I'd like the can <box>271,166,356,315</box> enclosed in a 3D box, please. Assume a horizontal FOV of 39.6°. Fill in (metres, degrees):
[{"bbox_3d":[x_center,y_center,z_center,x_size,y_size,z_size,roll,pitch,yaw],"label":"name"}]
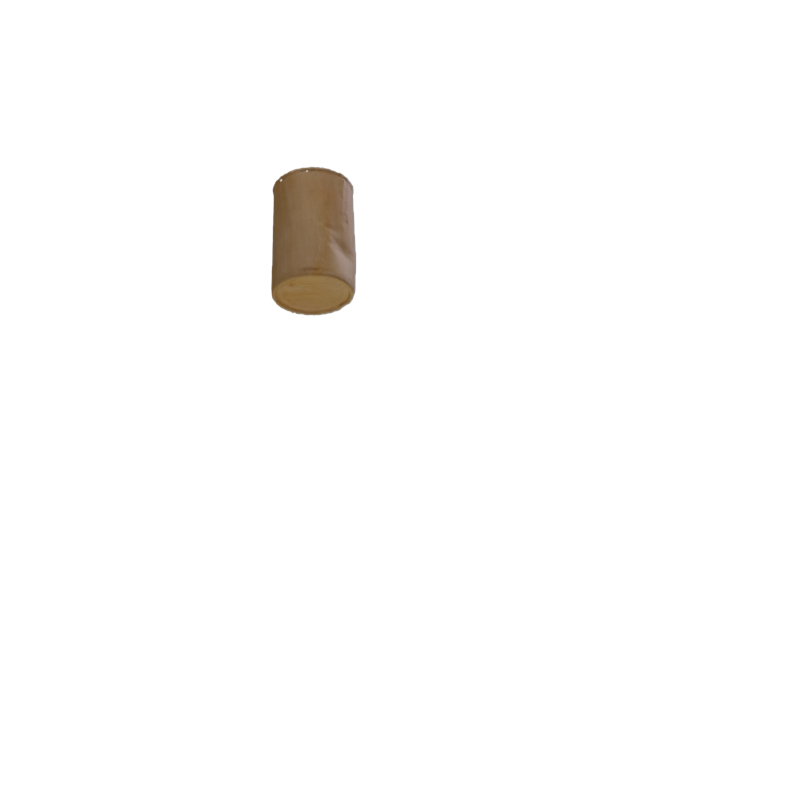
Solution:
[{"bbox_3d":[-0.071,-0.129,0.901,0.068,0.109,0.064,0,-29,-2],"label":"can"}]
